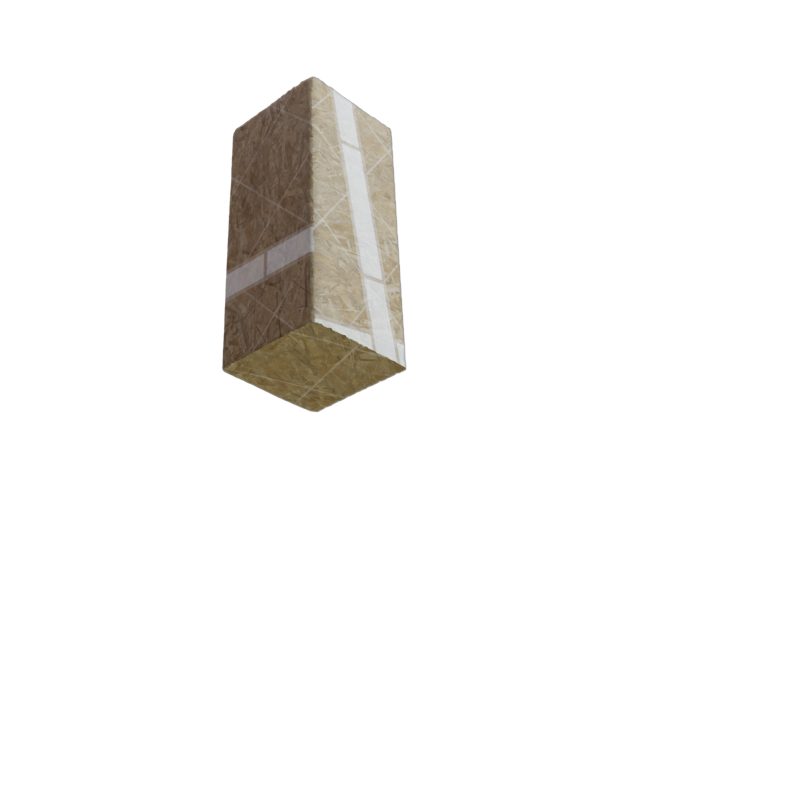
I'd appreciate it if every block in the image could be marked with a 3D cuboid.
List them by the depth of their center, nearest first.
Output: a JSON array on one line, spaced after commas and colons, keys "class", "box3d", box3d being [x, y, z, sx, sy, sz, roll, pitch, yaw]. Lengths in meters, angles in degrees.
[{"class": "block", "box3d": [-0.062, -0.112, 0.782, 0.091, 0.220, 0.084, -28, -41, 35]}]
